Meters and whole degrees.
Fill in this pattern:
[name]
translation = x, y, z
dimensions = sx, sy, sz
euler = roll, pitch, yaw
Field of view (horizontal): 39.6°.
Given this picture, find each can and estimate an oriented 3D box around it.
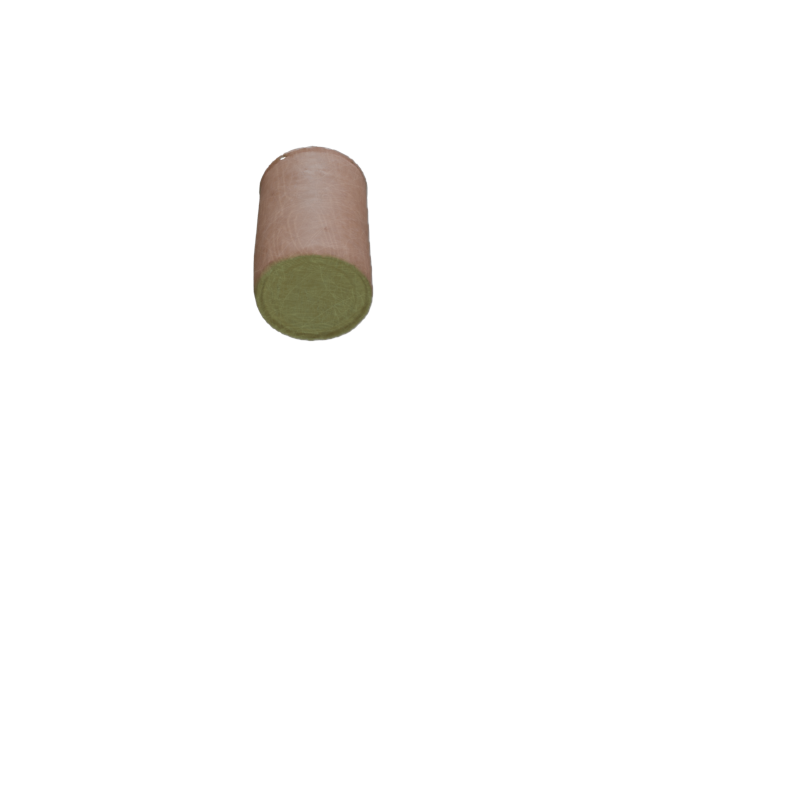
[can]
translation = -0.051, -0.093, 0.652
dimensions = 0.068, 0.064, 0.110
euler = -1, 43, -3
